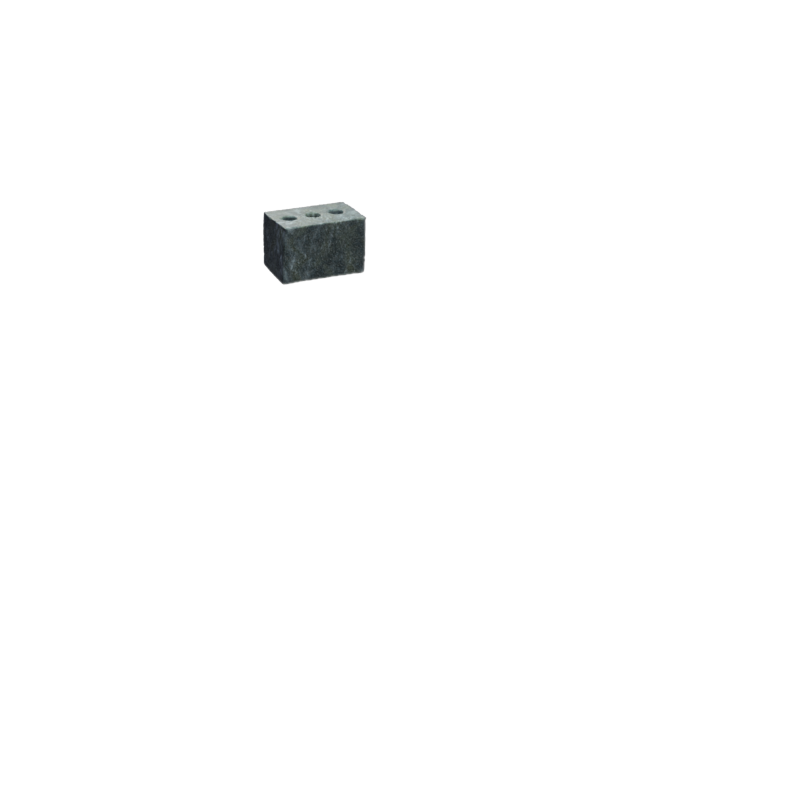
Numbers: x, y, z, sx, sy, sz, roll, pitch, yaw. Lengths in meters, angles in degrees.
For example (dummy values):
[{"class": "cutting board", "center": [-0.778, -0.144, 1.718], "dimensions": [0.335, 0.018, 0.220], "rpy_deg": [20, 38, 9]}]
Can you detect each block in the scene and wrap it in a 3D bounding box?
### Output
[{"class": "block", "center": [-0.076, -0.138, 0.966], "dimensions": [0.076, 0.049, 0.056], "rpy_deg": [-11, 27, -23]}]
